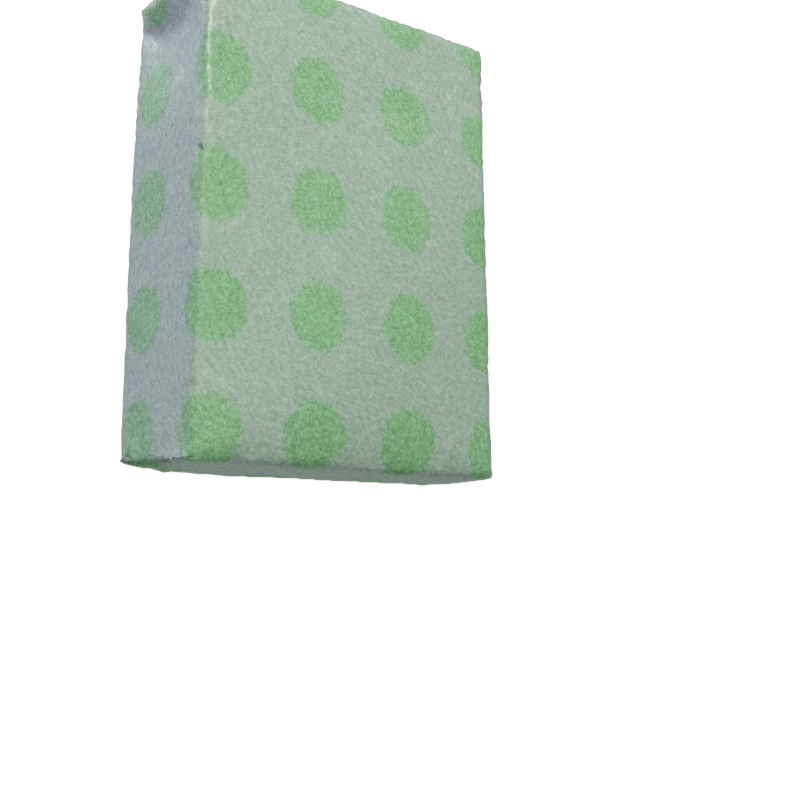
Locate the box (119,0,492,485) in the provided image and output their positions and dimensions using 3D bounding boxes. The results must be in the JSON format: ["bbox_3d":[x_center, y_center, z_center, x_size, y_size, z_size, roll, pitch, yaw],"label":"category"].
[{"bbox_3d":[-0.040,-0.073,0.511,0.156,0.221,0.073,9,-17,-37],"label":"box"}]
